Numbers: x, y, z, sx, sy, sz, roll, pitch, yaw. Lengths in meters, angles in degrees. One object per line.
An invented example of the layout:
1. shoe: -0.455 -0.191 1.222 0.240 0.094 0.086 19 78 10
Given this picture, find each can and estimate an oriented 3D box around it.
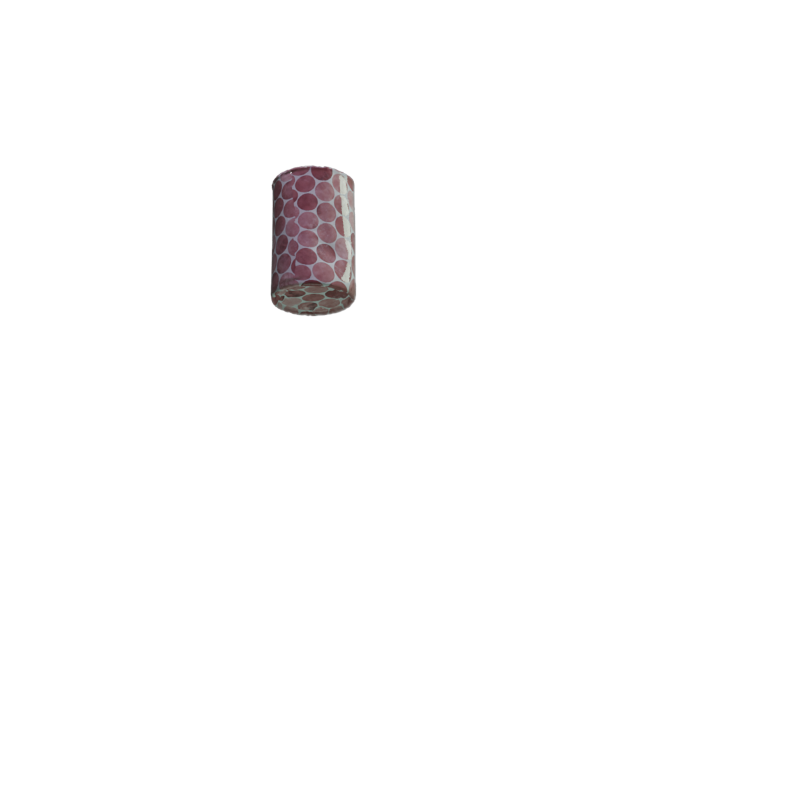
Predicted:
1. can: -0.069 -0.126 0.882 0.068 0.108 0.065 0 -23 -2
